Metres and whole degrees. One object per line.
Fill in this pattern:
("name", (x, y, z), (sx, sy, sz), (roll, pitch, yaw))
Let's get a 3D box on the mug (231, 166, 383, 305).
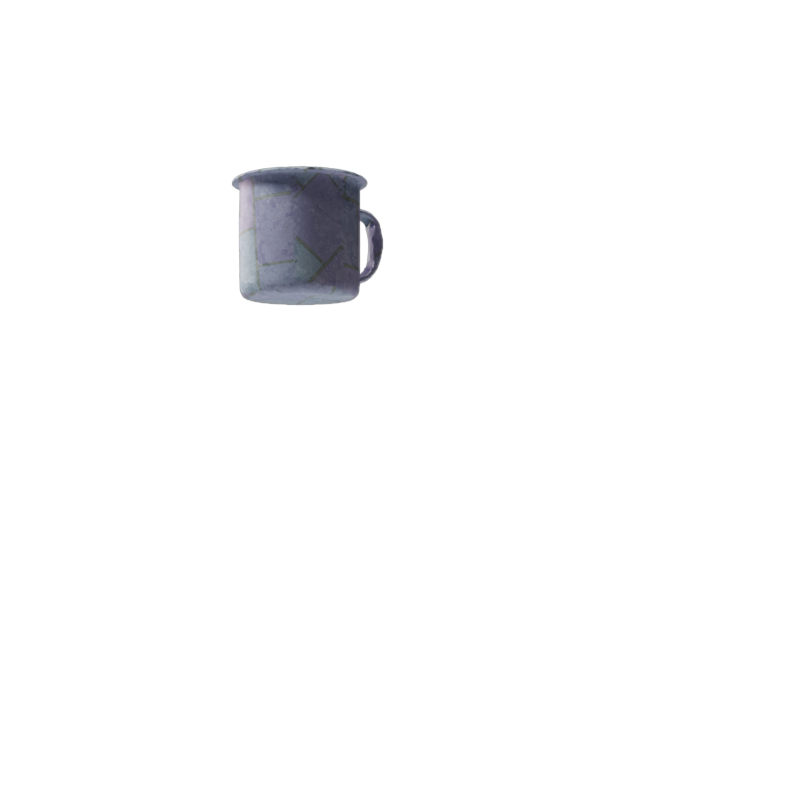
("mug", (-0.060, -0.109, 0.760), (0.112, 0.083, 0.096), (4, -7, -41))
